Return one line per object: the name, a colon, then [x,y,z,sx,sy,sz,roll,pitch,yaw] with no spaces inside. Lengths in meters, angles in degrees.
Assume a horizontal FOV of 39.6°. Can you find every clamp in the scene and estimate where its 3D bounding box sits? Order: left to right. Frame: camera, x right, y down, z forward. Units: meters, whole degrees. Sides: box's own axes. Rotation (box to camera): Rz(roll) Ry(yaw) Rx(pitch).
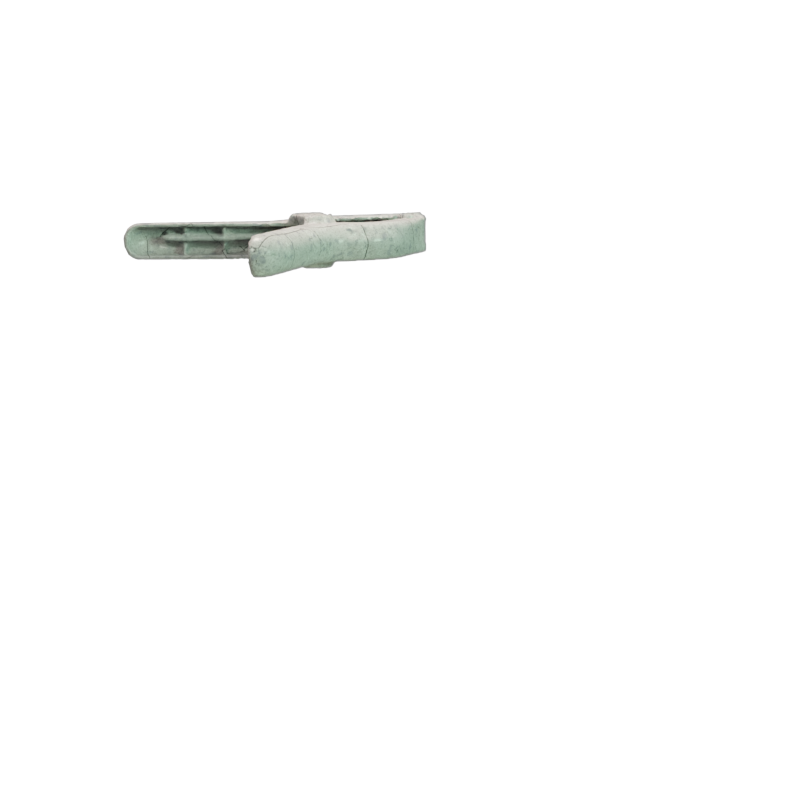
clamp: [-0.058,-0.105,0.737,0.204,0.036,0.173,-8,15,-31]
